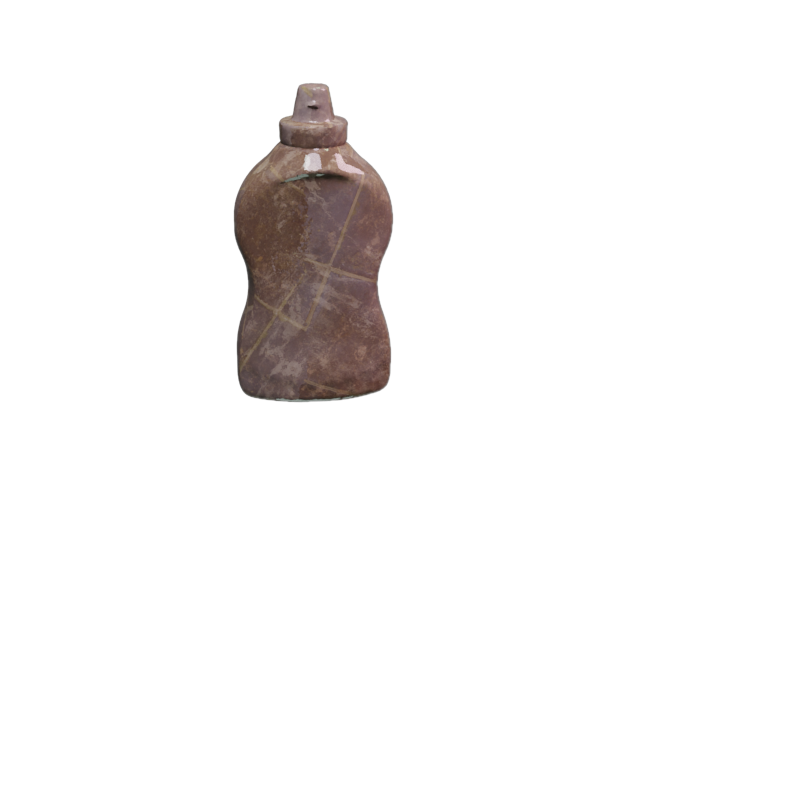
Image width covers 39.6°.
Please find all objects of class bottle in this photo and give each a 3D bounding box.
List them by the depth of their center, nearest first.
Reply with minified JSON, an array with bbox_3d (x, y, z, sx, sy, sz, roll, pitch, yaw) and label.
[{"bbox_3d":[-0.053,-0.096,0.675,0.095,0.184,0.061,-1,18,-5],"label":"bottle"}]
